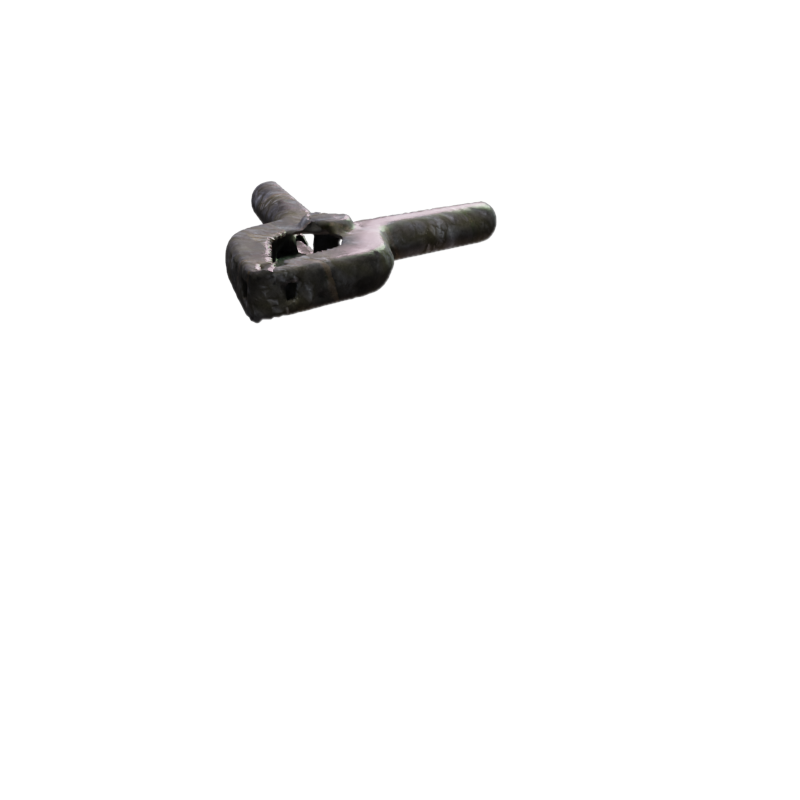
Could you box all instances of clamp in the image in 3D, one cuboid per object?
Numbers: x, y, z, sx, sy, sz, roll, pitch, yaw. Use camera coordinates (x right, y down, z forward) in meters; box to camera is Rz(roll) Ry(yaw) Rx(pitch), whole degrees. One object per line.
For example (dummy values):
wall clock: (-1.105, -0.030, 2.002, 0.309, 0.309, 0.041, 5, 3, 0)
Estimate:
clamp: (-0.051, -0.093, 0.653, 0.171, 0.035, 0.212, 10, 25, 22)
